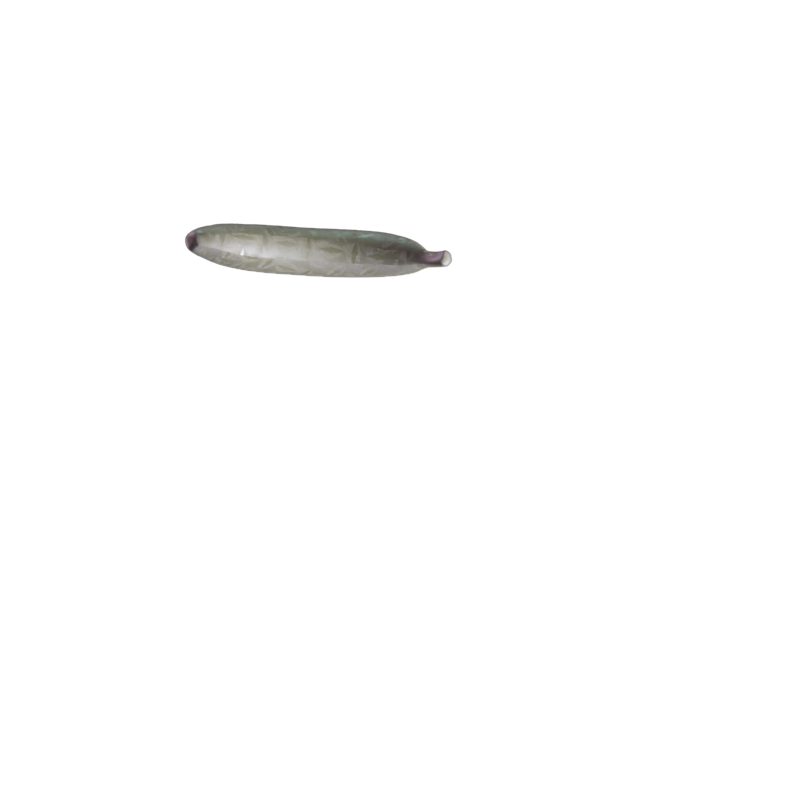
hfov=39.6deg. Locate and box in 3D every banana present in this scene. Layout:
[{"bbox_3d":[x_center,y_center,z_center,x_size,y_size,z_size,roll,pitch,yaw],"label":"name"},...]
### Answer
[{"bbox_3d":[-0.065,-0.116,0.843,0.195,0.038,0.069,1,-8,-9],"label":"banana"}]
